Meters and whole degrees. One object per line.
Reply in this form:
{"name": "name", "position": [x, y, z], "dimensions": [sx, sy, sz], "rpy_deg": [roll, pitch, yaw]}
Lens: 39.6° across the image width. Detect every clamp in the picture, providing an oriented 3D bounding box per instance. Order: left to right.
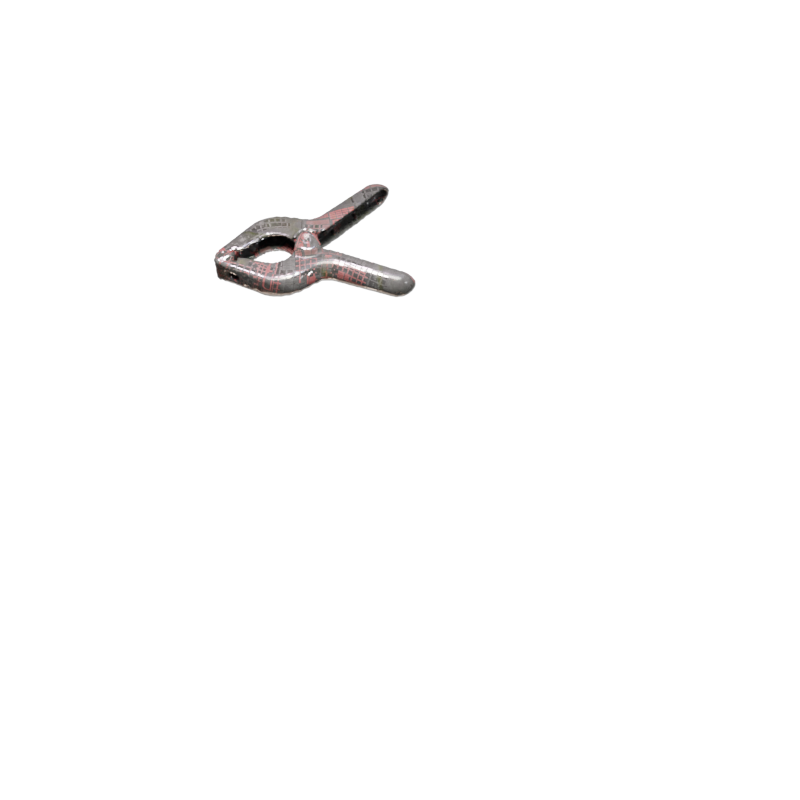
{"name": "clamp", "position": [-0.076, -0.139, 0.975], "dimensions": [0.171, 0.129, 0.036], "rpy_deg": [-2, -41, -2]}
